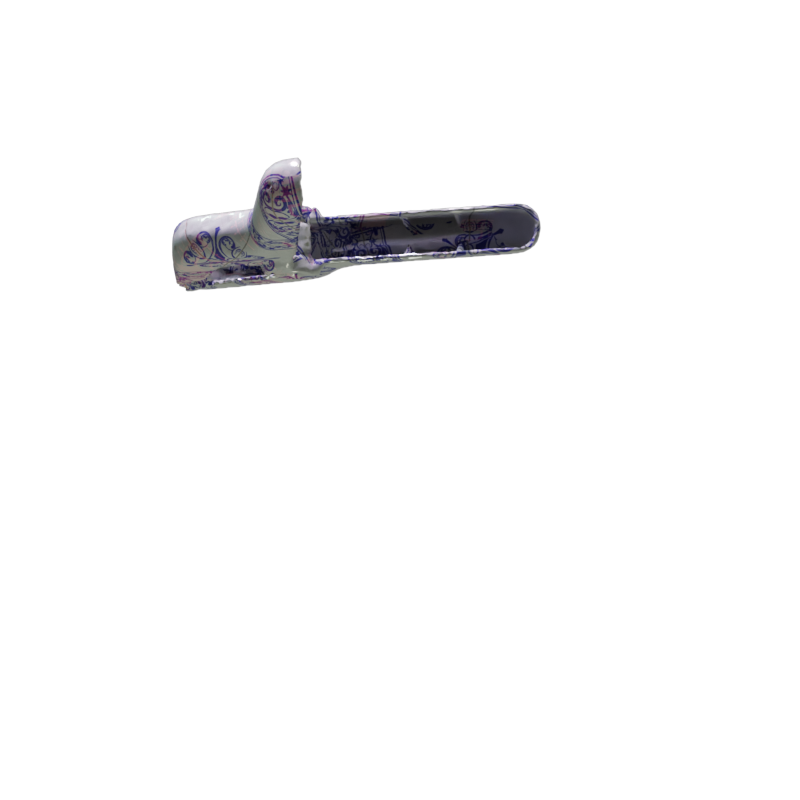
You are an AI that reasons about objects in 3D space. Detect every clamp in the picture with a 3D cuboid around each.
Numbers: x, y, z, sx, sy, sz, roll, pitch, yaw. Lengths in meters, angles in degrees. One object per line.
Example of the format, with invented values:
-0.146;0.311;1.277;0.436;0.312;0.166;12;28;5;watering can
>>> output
-0.045;-0.083;0.578;0.158;0.037;0.215;3;-5;-35;clamp
